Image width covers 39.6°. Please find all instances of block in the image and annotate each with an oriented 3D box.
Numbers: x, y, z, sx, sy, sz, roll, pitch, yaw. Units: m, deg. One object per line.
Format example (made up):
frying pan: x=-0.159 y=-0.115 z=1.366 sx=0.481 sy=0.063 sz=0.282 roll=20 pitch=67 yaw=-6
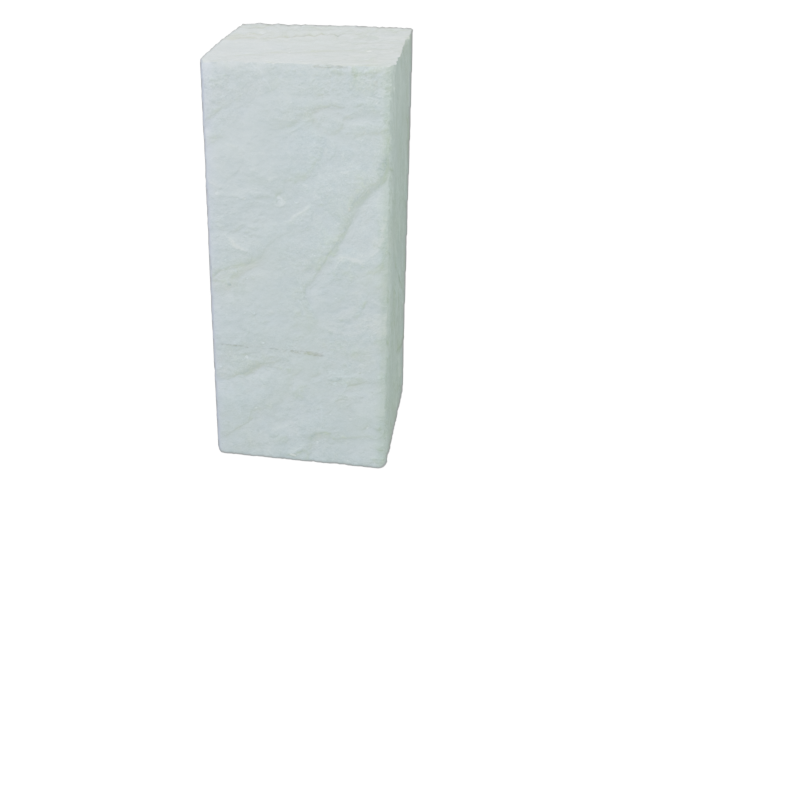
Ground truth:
block: x=-0.045 y=-0.081 z=0.566 sx=0.092 sy=0.196 sz=0.094 roll=5 pitch=25 yaw=7
